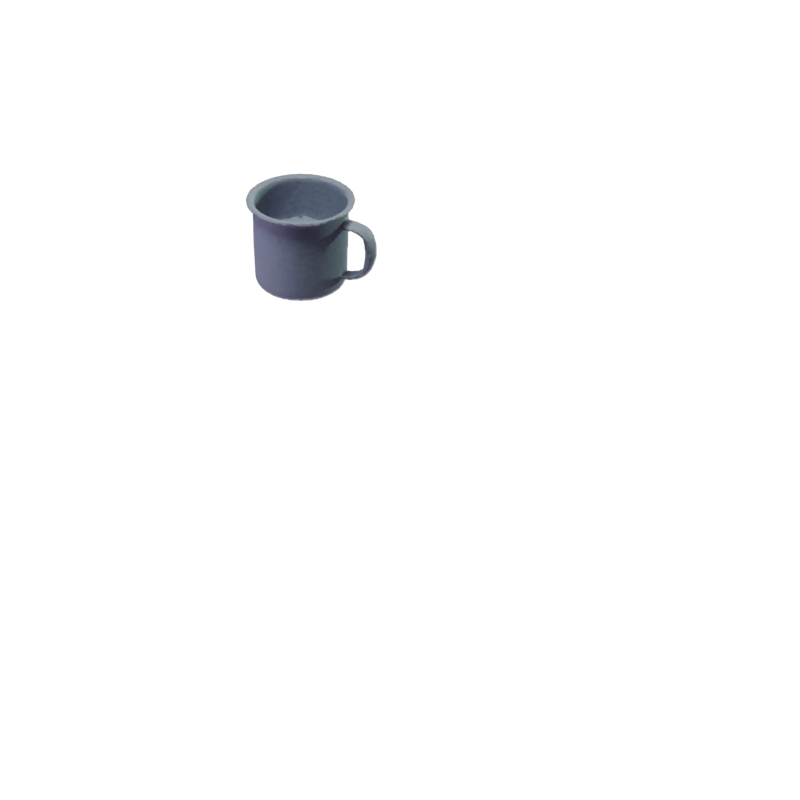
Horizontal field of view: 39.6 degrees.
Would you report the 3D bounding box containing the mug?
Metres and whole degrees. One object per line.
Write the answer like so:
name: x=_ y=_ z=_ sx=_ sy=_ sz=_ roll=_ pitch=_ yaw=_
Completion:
mug: x=-0.075 y=-0.137 z=0.958 sx=0.121 sy=0.076 sz=0.096 roll=14 pitch=36 yaw=18
